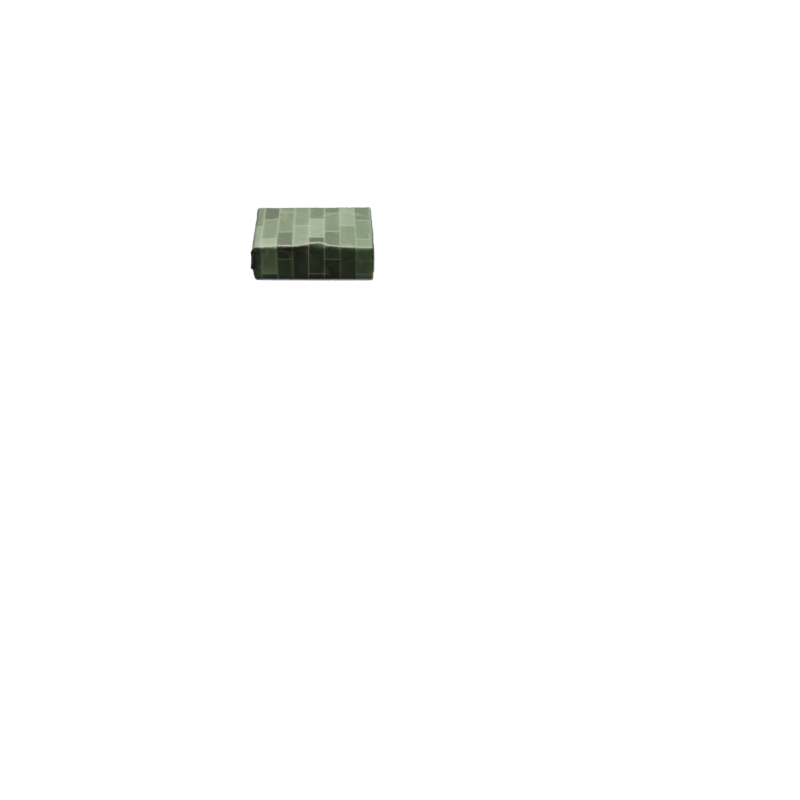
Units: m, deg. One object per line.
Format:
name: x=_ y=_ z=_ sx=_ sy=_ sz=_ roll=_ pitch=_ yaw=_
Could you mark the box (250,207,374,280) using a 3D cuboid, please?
box: x=-0.065 y=-0.118 z=0.825 sx=0.089 sy=0.028 sz=0.078 roll=0 pitch=31 yaw=-1
